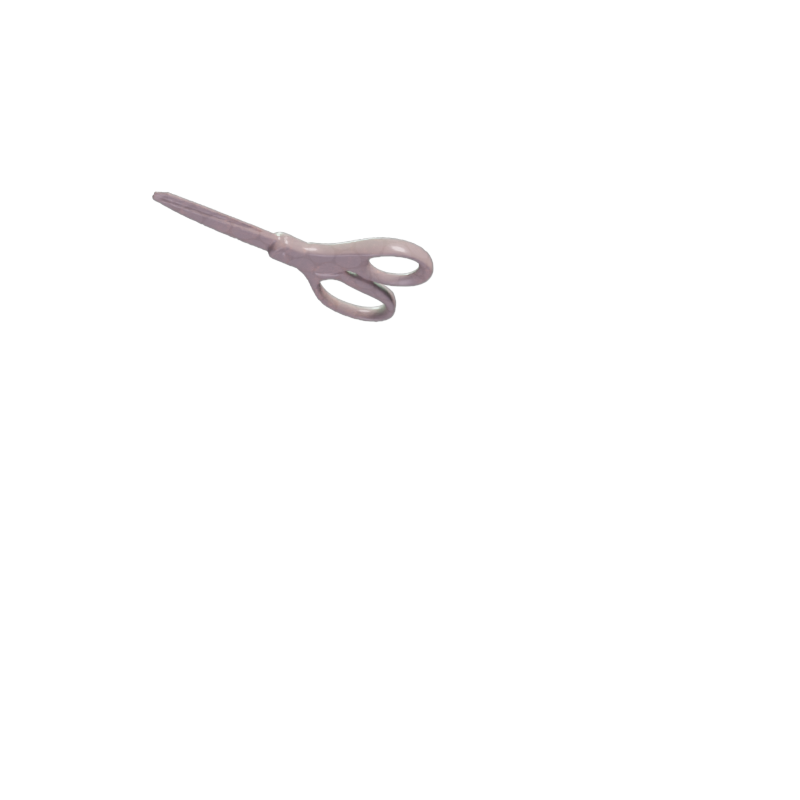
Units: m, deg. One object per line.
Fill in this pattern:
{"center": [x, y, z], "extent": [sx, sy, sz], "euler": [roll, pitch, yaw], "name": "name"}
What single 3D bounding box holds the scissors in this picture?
{"center": [-0.057, -0.104, 0.725], "extent": [0.097, 0.017, 0.188], "euler": [-22, -36, 32], "name": "scissors"}
